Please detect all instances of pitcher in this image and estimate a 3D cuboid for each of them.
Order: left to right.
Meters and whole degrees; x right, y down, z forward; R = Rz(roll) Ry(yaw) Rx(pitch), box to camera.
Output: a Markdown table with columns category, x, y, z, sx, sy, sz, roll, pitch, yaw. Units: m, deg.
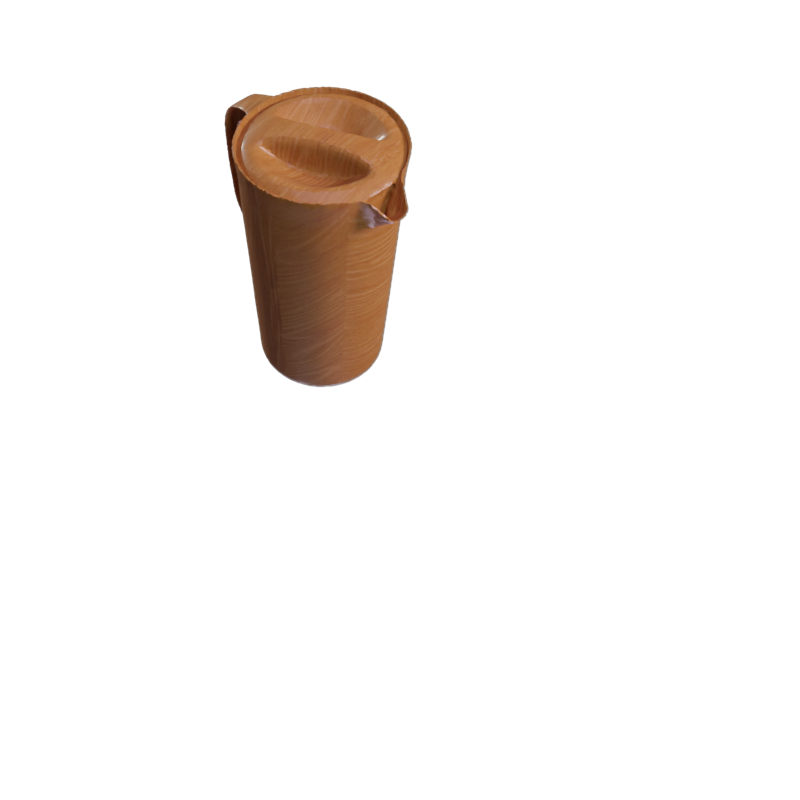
| category | x | y | z | sx | sy | sz | roll | pitch | yaw |
| --- | --- | --- | --- | --- | --- | --- | --- | --- | --- |
| pitcher | -0.071 | -0.129 | 0.903 | 0.145 | 0.160 | 0.226 | 1 | -40 | -2 |
